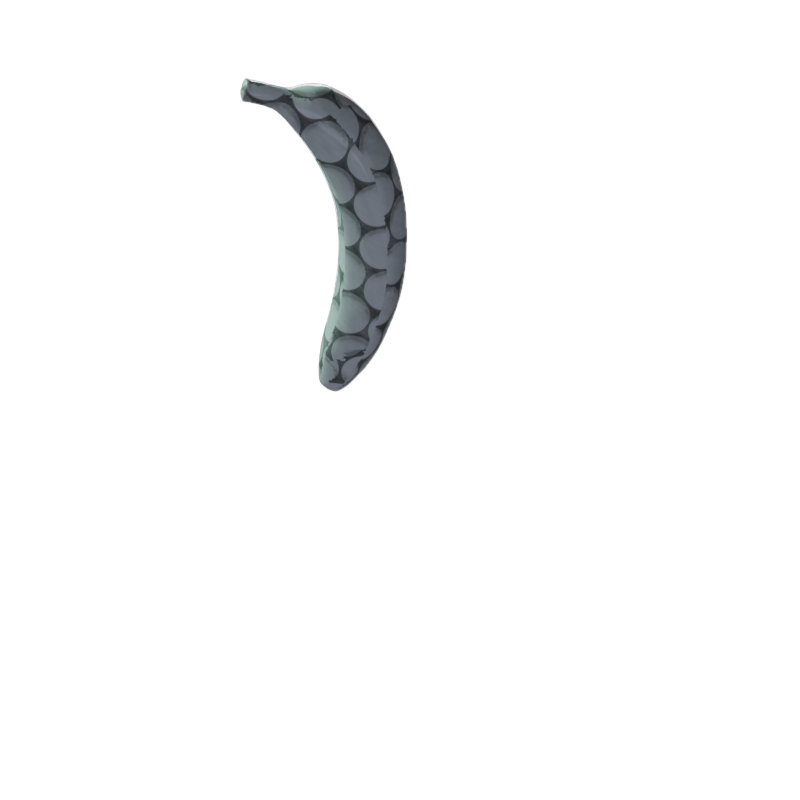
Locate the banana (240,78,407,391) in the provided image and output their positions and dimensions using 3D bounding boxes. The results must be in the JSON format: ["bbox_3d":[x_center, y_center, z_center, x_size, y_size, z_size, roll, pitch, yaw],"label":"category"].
[{"bbox_3d":[-0.030,-0.093,0.601,0.070,0.185,0.039,-10,30,5],"label":"banana"}]
